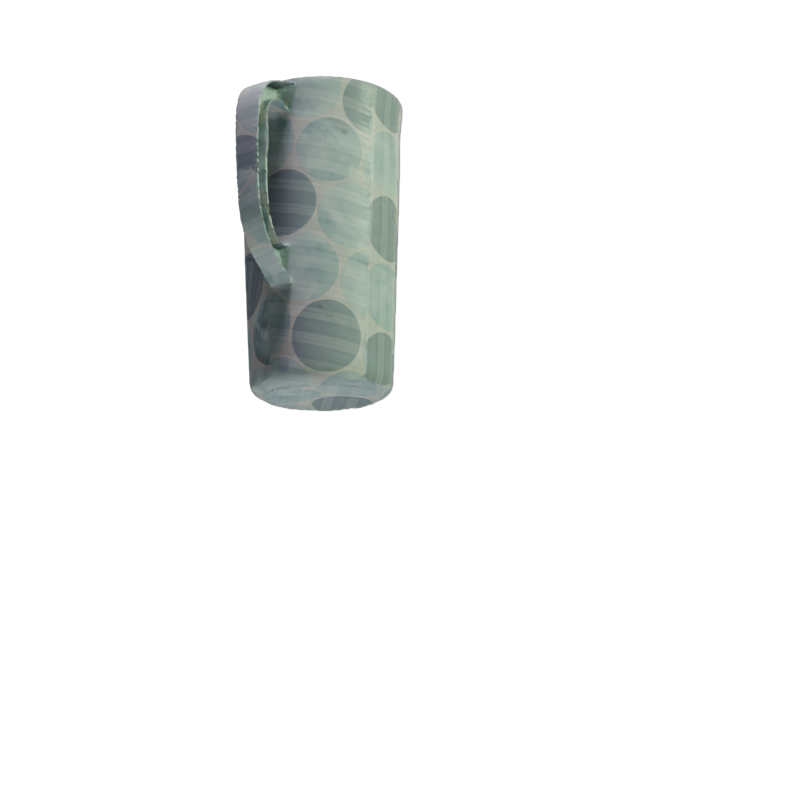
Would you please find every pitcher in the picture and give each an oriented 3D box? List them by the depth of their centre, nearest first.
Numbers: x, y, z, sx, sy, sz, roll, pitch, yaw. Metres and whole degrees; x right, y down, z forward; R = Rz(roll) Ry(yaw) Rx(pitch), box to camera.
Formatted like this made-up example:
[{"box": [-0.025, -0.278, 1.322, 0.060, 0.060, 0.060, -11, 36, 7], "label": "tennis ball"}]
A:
[{"box": [-0.067, -0.122, 0.858, 0.146, 0.254, 0.142, 4, -19, -17], "label": "pitcher"}]
